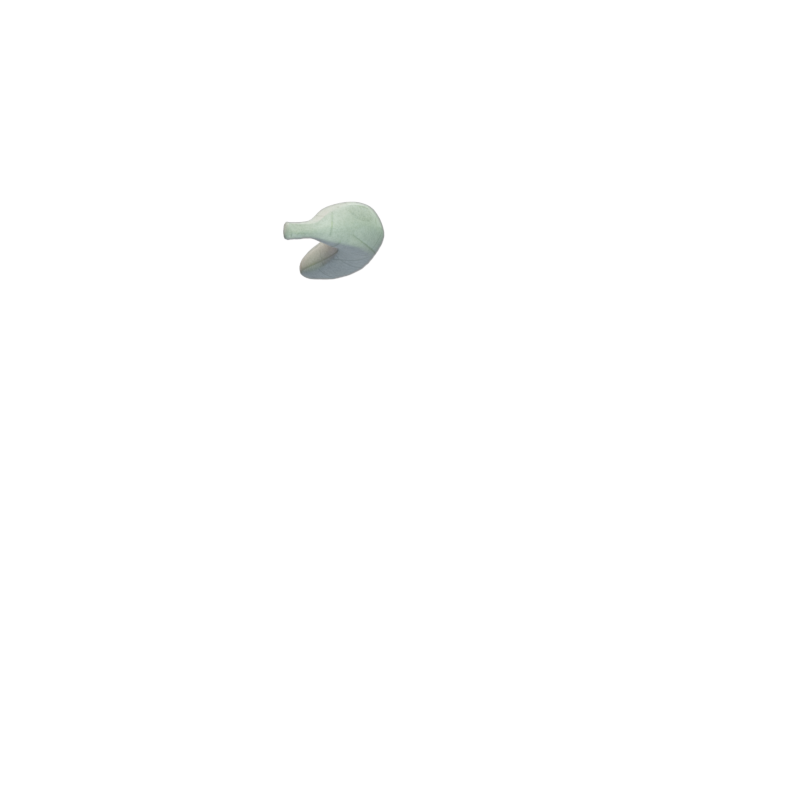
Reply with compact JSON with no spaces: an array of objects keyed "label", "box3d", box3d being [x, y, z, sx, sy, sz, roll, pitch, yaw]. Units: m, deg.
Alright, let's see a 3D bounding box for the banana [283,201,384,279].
[{"label":"banana","box3d":[-0.047,-0.120,0.833,0.070,0.037,0.194,0,-4,-1]}]
